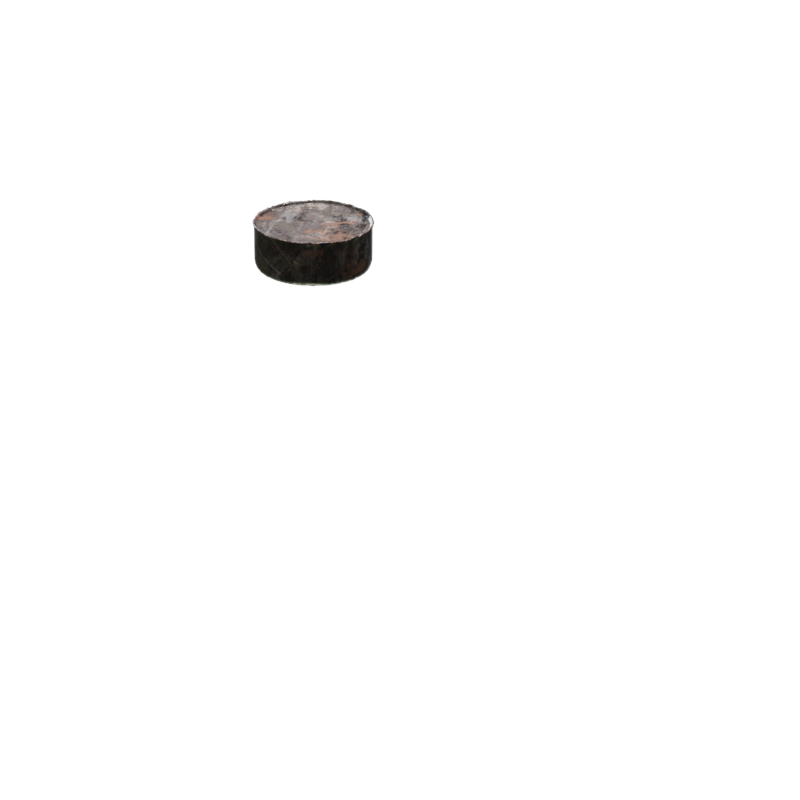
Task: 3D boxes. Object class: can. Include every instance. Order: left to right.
[{"bbox_3d":[-0.062,-0.113,0.790,0.086,0.032,0.091,-1,28,-2],"label":"can"}]
